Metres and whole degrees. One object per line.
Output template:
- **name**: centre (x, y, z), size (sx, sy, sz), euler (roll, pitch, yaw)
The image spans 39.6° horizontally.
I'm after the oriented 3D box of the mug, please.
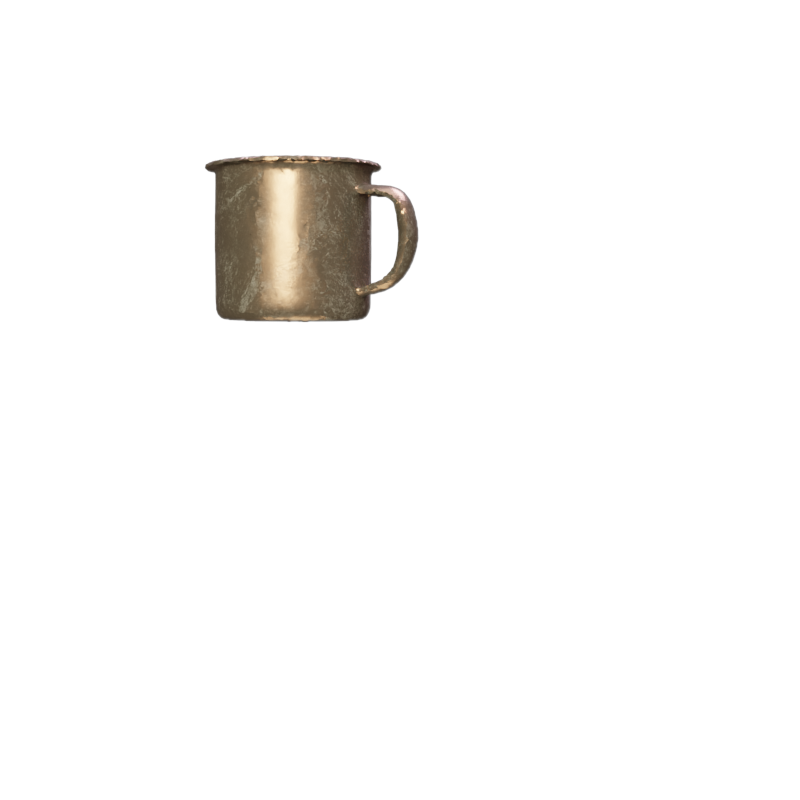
- **mug**: centre (-0.045, -0.082, 0.577), size (0.121, 0.082, 0.090), euler (2, 3, 26)
